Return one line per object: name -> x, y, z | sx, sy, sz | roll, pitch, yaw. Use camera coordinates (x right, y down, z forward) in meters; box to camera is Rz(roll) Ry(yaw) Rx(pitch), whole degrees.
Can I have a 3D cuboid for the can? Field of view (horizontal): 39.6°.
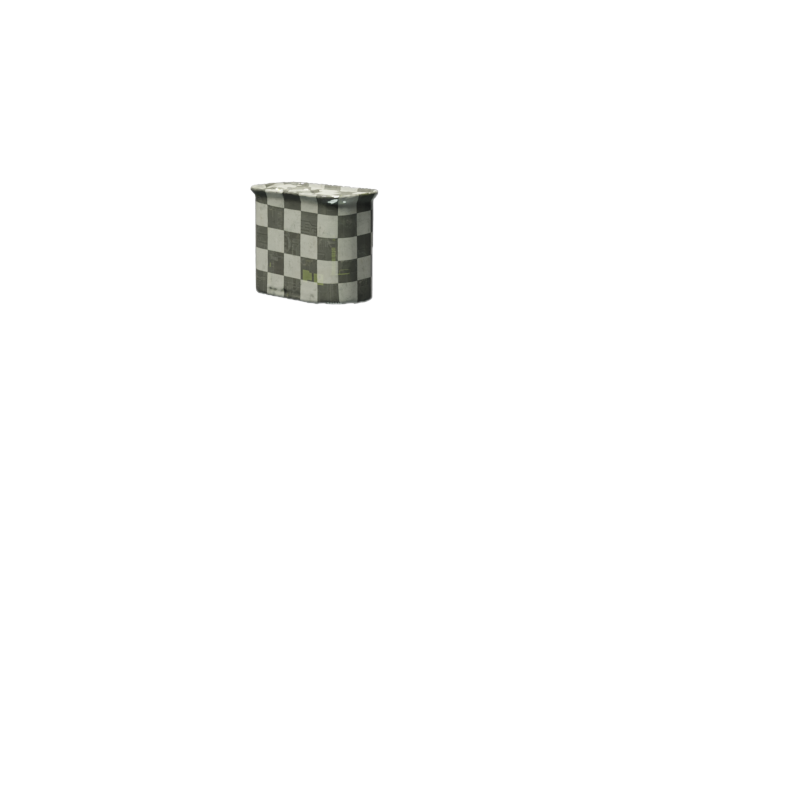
can -> -0.067, -0.122, 0.854 | 0.107, 0.082, 0.056 | 13, 17, 40
